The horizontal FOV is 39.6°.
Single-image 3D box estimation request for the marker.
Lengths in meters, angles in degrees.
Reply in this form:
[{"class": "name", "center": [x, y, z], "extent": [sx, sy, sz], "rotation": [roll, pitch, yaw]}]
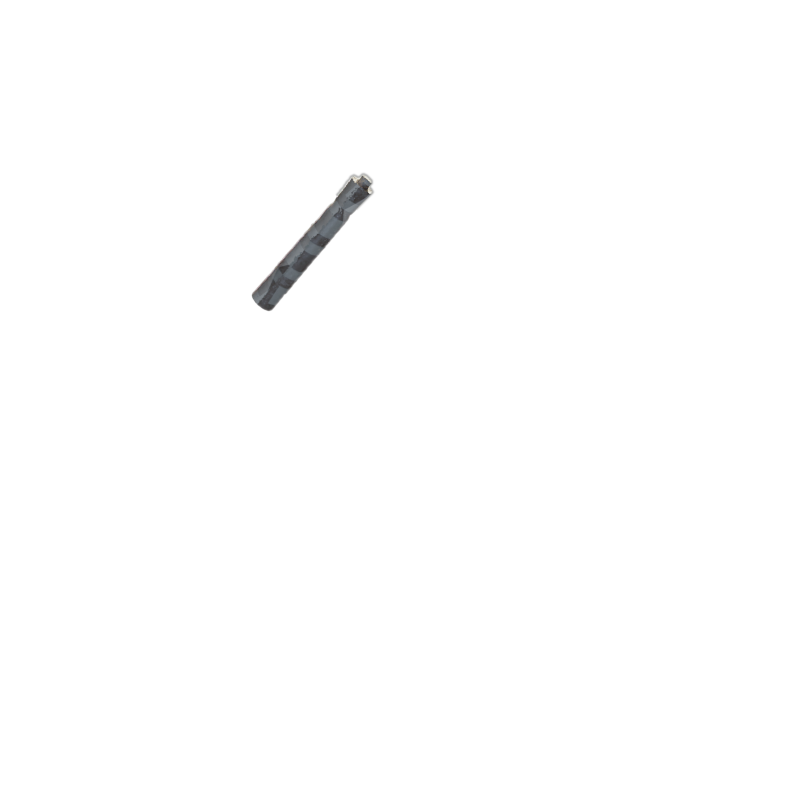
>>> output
[{"class": "marker", "center": [-0.061, -0.111, 0.776], "extent": [0.019, 0.119, 0.021], "rotation": [36, 20, -19]}]
